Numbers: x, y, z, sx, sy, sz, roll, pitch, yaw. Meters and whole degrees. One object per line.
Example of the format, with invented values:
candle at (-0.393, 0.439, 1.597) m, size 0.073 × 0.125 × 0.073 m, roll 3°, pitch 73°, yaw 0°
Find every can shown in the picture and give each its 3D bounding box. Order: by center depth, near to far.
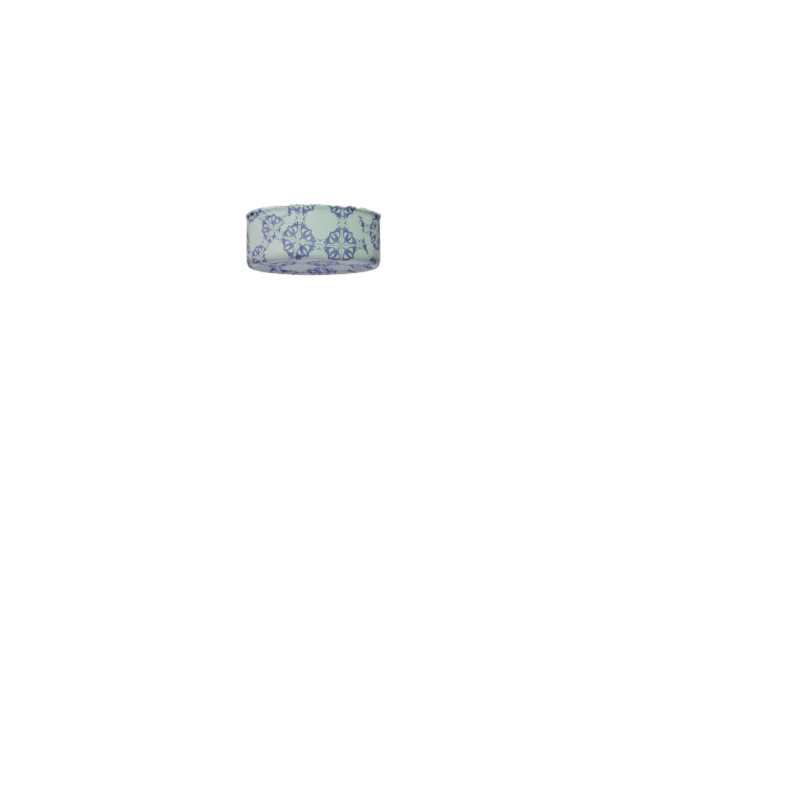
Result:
can at (-0.055, -0.100, 0.699) m, size 0.086 × 0.034 × 0.085 m, roll 0°, pitch -1°, yaw -2°
